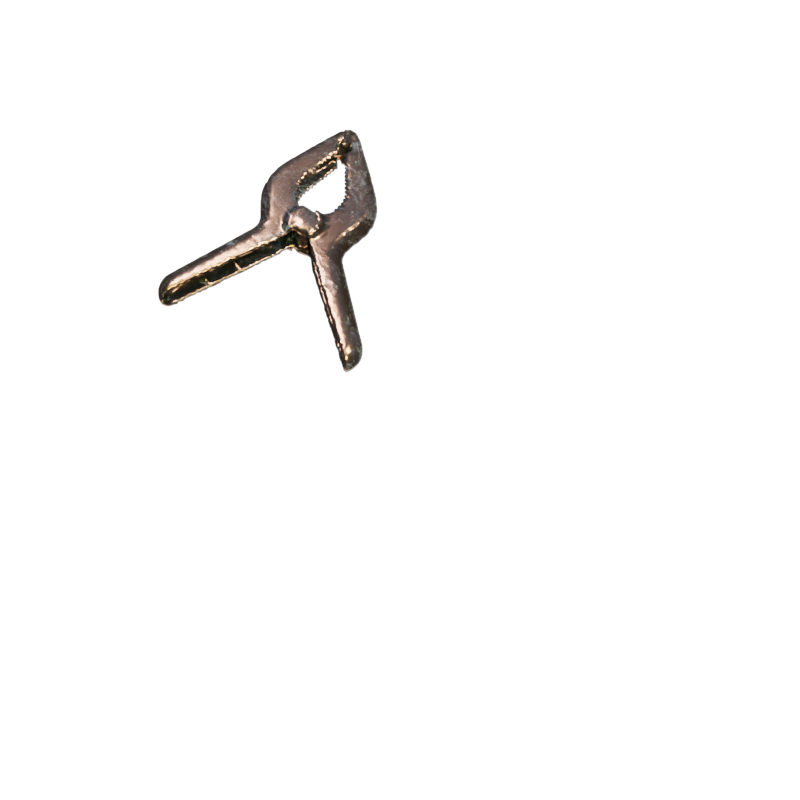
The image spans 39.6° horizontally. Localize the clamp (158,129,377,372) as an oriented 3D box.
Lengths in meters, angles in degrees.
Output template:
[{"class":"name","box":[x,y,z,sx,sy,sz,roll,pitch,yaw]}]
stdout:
[{"class":"clamp","box":[-0.069,-0.125,0.875,0.170,0.217,0.034,25,-28,14]}]
